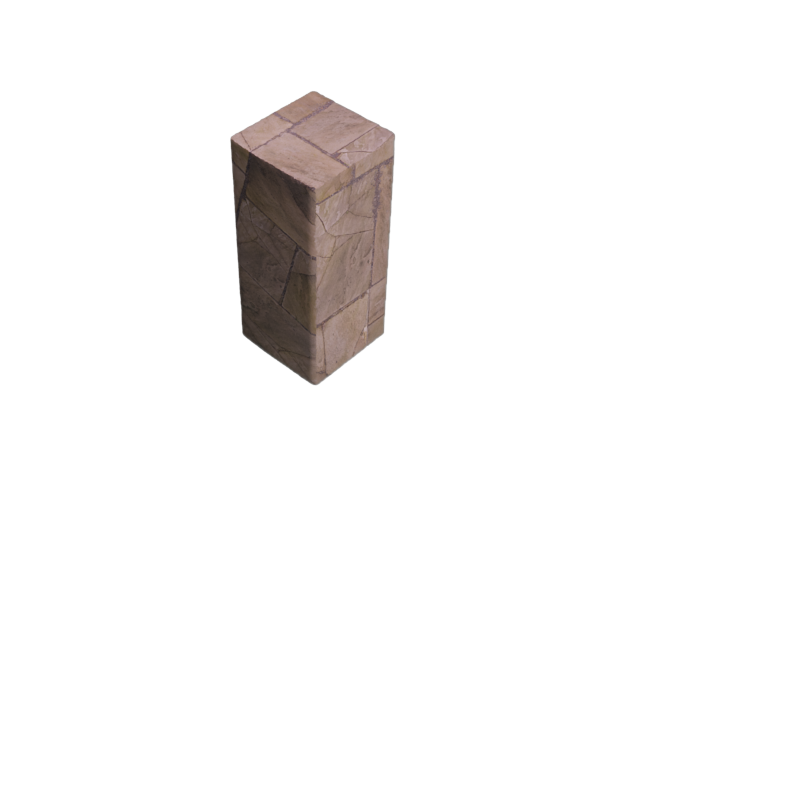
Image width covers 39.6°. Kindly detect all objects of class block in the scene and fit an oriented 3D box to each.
[{"bbox_3d":[-0.068,-0.125,0.877,0.096,0.192,0.091,34,52,27],"label":"block"}]
